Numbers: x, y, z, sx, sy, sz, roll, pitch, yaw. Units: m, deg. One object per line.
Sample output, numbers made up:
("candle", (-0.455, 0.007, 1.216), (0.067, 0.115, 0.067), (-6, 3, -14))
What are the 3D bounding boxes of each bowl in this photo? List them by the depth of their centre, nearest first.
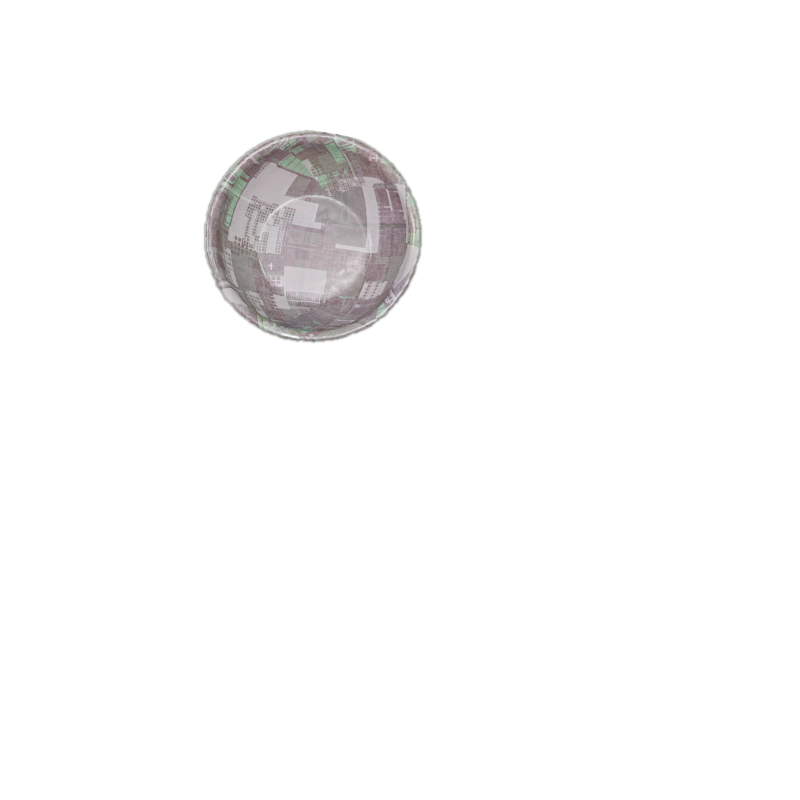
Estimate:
("bowl", (-0.067, -0.121, 0.851), (0.162, 0.167, 0.053), (0, -11, -1))
